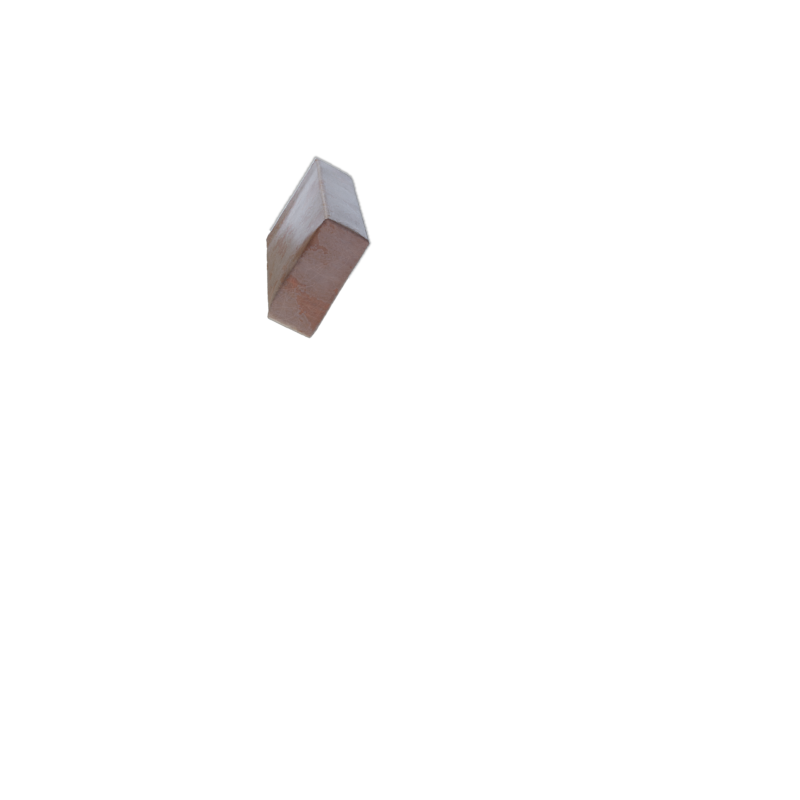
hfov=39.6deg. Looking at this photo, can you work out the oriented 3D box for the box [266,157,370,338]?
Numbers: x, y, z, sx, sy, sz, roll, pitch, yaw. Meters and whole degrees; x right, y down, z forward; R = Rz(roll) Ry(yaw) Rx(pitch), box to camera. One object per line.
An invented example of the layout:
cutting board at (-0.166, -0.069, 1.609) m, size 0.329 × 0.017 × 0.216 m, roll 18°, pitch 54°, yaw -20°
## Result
box at (-0.071, -0.130, 0.908) m, size 0.047 × 0.091 × 0.186 m, roll 29°, pitch 20°, yaw -16°
